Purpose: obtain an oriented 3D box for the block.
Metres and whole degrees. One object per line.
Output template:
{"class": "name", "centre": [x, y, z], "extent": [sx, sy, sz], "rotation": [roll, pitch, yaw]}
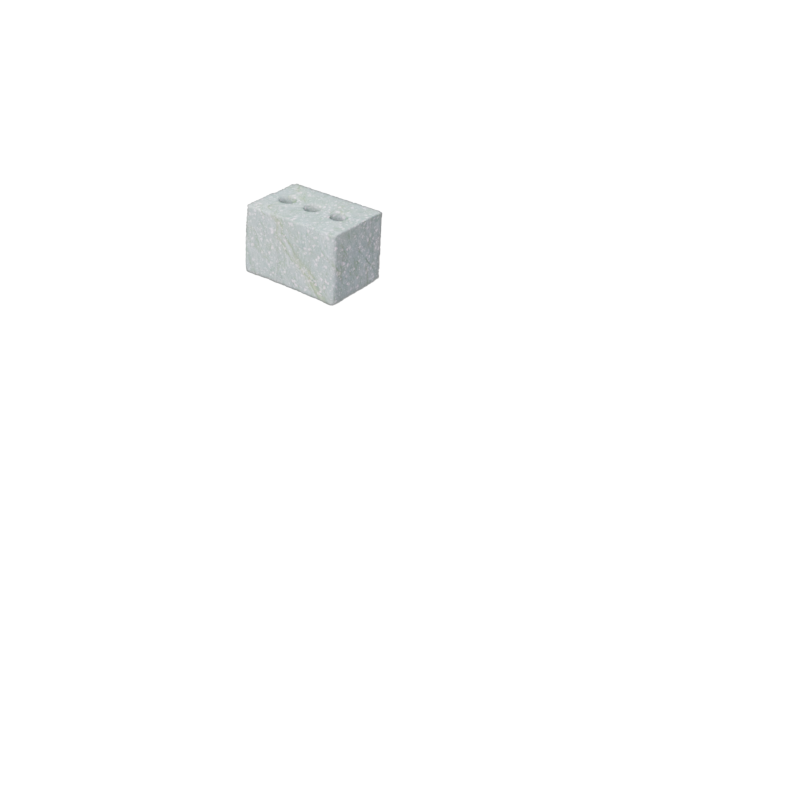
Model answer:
{"class": "block", "centre": [-0.058, -0.106, 0.740], "extent": [0.082, 0.048, 0.053], "rotation": [22, 36, 32]}
